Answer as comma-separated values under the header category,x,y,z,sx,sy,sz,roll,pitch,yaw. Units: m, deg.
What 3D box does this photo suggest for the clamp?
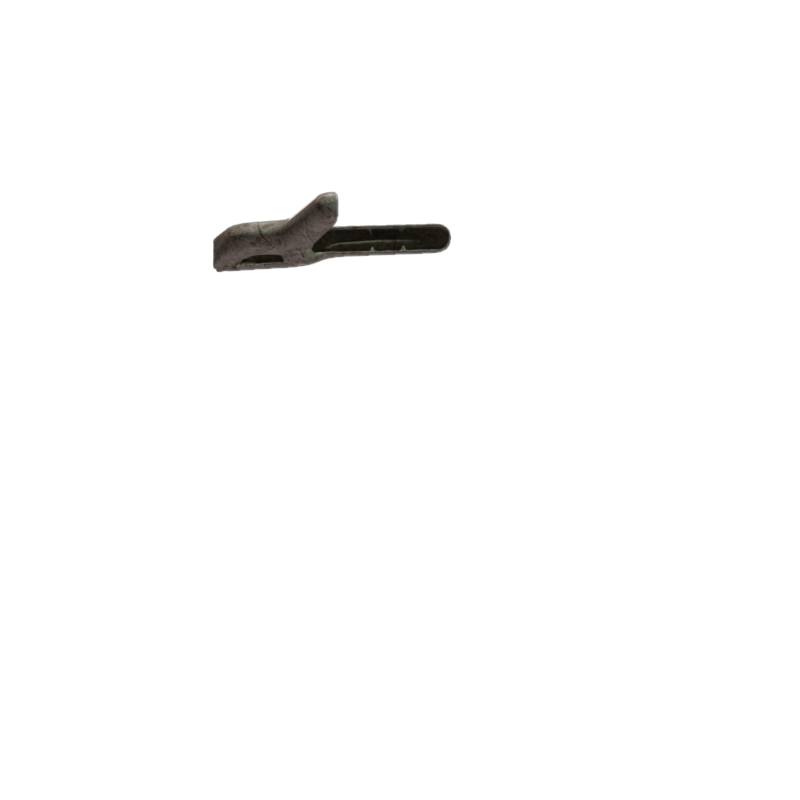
category,x,y,z,sx,sy,sz,roll,pitch,yaw
clamp,-0.074,-0.135,0.943,0.216,0.037,0.156,-5,-7,44
